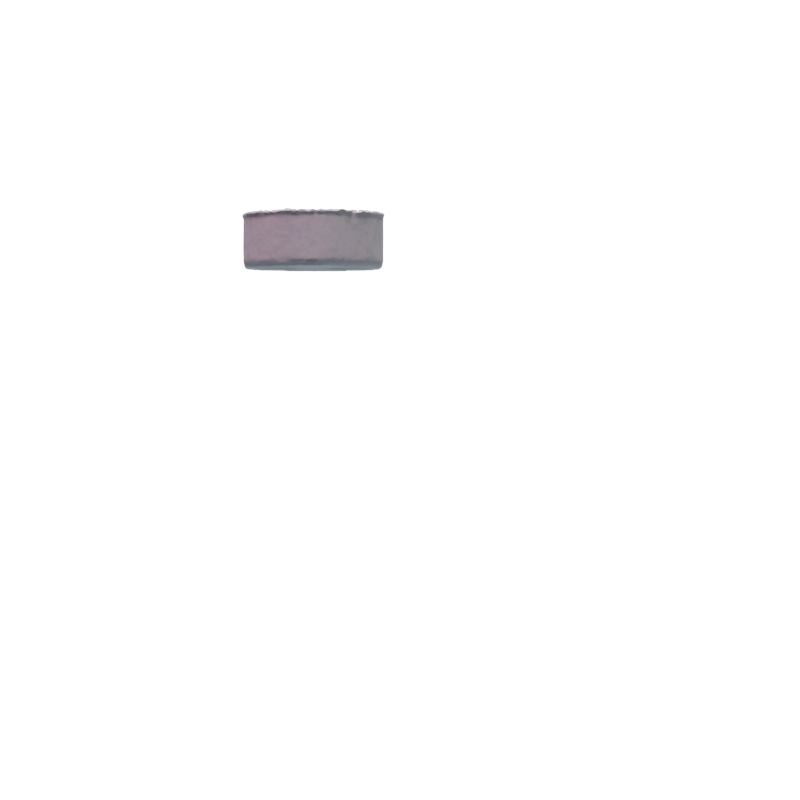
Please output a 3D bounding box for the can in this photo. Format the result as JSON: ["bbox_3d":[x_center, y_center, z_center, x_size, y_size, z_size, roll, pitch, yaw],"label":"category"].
[{"bbox_3d":[-0.053,-0.096,0.672,0.086,0.034,0.086,0,4,-2],"label":"can"}]
